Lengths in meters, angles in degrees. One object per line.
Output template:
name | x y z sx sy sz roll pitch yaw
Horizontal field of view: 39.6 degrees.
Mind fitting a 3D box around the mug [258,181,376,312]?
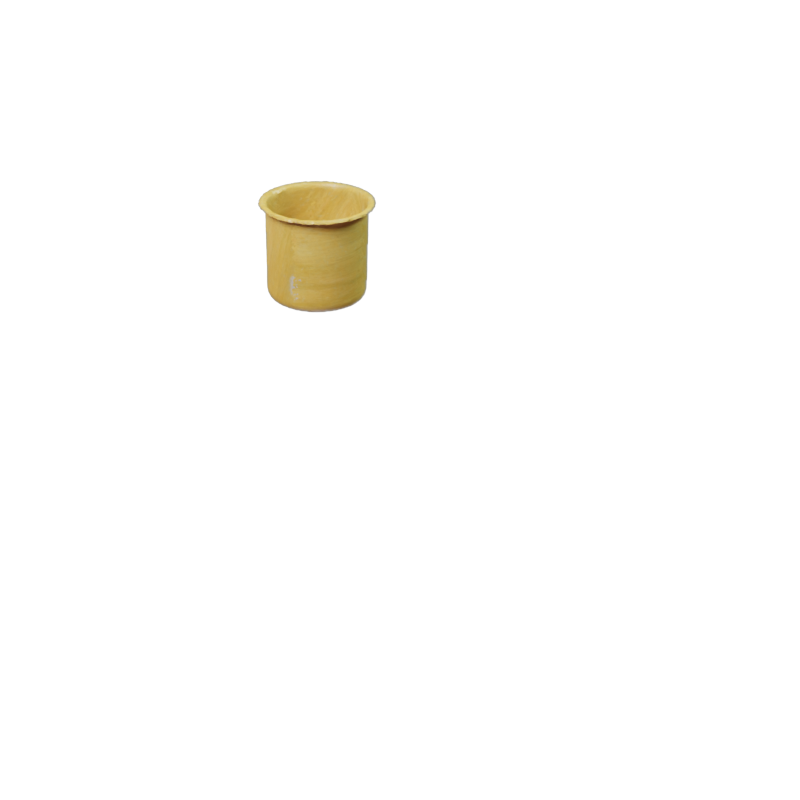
mug | -0.071 -0.129 0.903 0.092 0.077 0.126 -7 29 -15
